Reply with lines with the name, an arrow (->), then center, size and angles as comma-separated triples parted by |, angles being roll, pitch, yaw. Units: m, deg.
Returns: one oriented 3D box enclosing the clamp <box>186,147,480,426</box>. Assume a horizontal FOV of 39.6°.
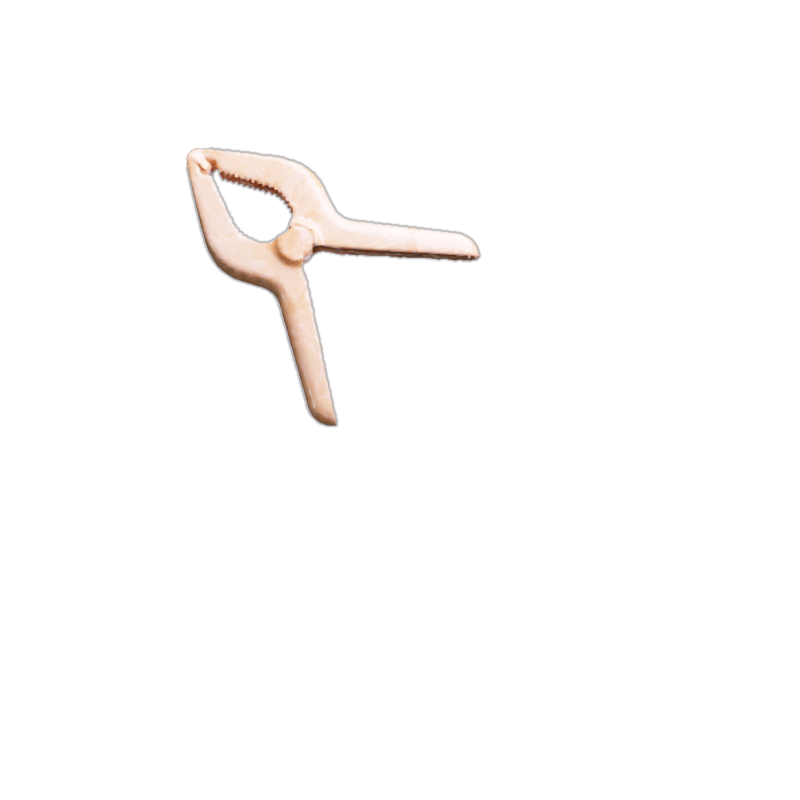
clamp -> -0.061, -0.111, 0.777 | 0.165, 0.216, 0.035 | -42, -10, -9
